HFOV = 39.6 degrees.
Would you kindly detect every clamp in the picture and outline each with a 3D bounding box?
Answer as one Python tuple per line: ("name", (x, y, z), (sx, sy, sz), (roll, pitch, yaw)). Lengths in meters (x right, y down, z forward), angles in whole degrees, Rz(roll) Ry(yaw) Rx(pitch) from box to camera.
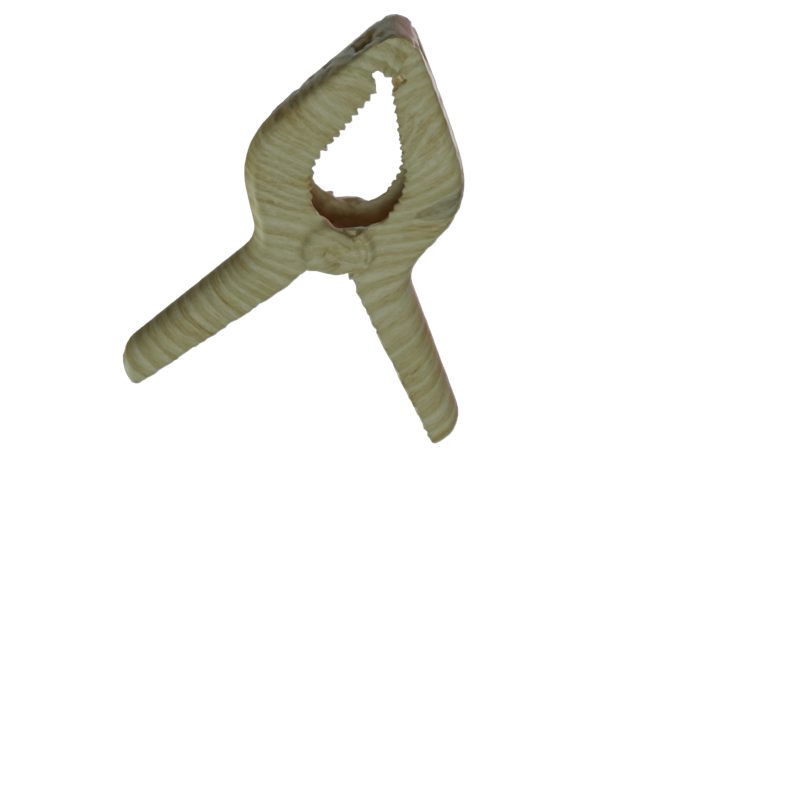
("clamp", (-0.039, -0.071, 0.494), (0.163, 0.198, 0.039), (7, 34, -5))
